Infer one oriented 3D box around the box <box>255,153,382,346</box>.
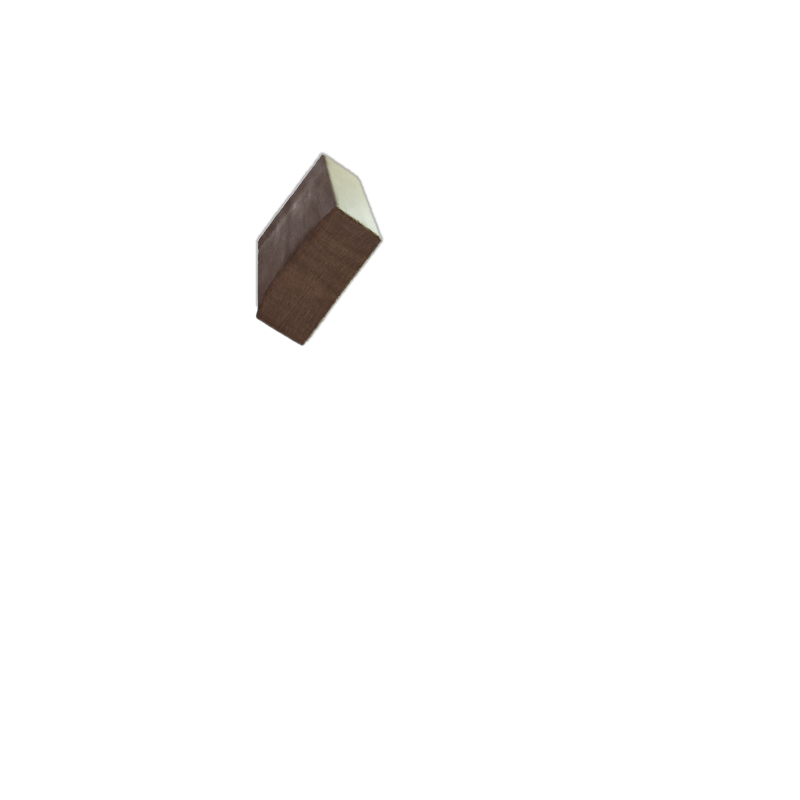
[{"bbox_3d":[-0.062,-0.114,0.798,0.047,0.092,0.184,35,15,-16],"label":"box"}]
